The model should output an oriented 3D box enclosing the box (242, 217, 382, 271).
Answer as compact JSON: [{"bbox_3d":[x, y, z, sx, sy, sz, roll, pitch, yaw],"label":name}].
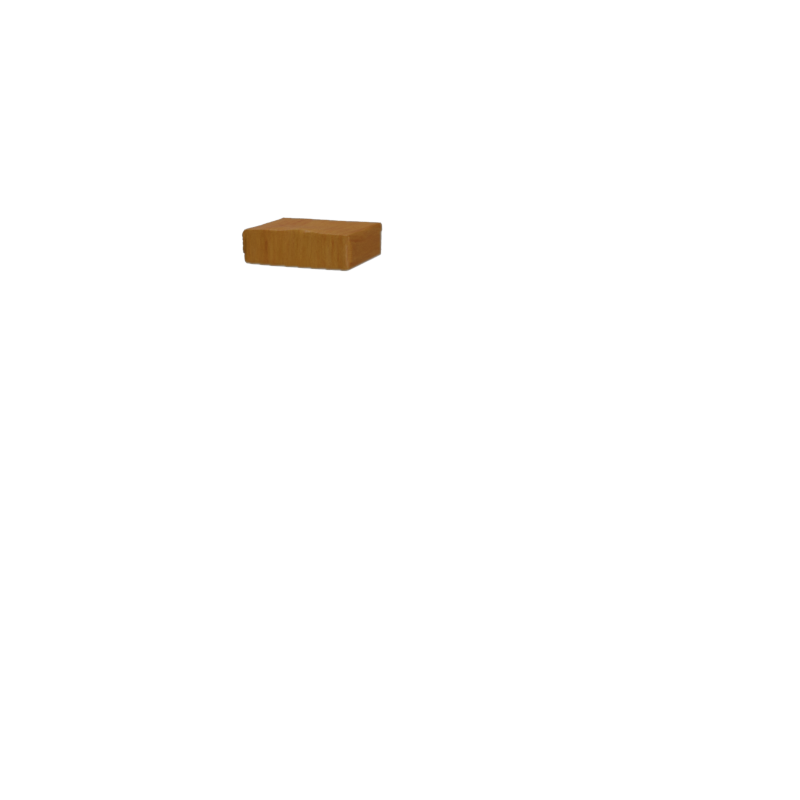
[{"bbox_3d":[-0.068,-0.123,0.861,0.092,0.029,0.073,6,17,21],"label":"box"}]
